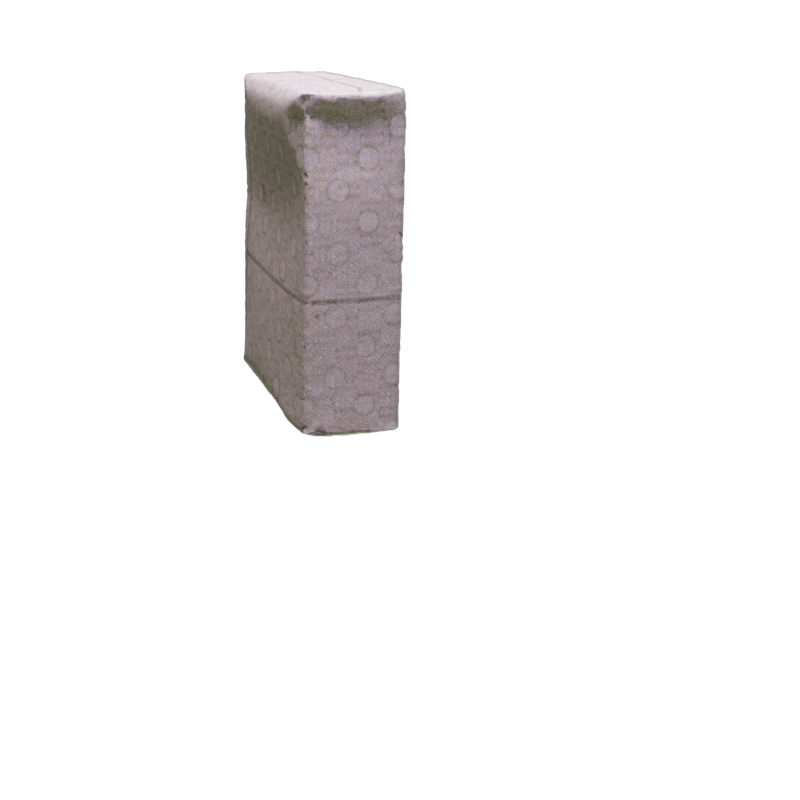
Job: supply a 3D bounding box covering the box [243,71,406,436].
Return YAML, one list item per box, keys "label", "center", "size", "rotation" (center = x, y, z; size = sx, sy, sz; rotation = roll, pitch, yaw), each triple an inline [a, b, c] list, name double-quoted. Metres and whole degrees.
- label: "box"
  center: [-0.057, -0.105, 0.733]
  size: [0.070, 0.207, 0.173]
  rotation: [-4, 16, -19]
